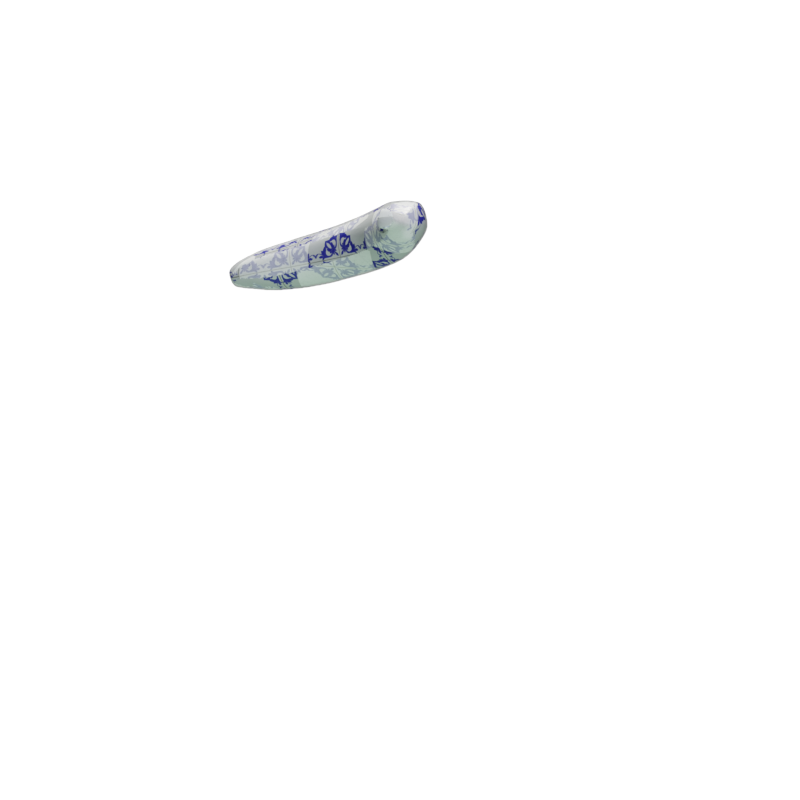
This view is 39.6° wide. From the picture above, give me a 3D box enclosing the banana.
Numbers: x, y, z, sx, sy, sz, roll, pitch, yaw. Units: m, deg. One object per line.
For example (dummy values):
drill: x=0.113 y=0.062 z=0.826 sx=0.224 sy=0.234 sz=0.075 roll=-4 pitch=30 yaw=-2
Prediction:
banana: x=-0.041 y=-0.105 z=0.752 sx=0.066 sy=0.038 sz=0.201 roll=7 pitch=-12 yaw=-36
